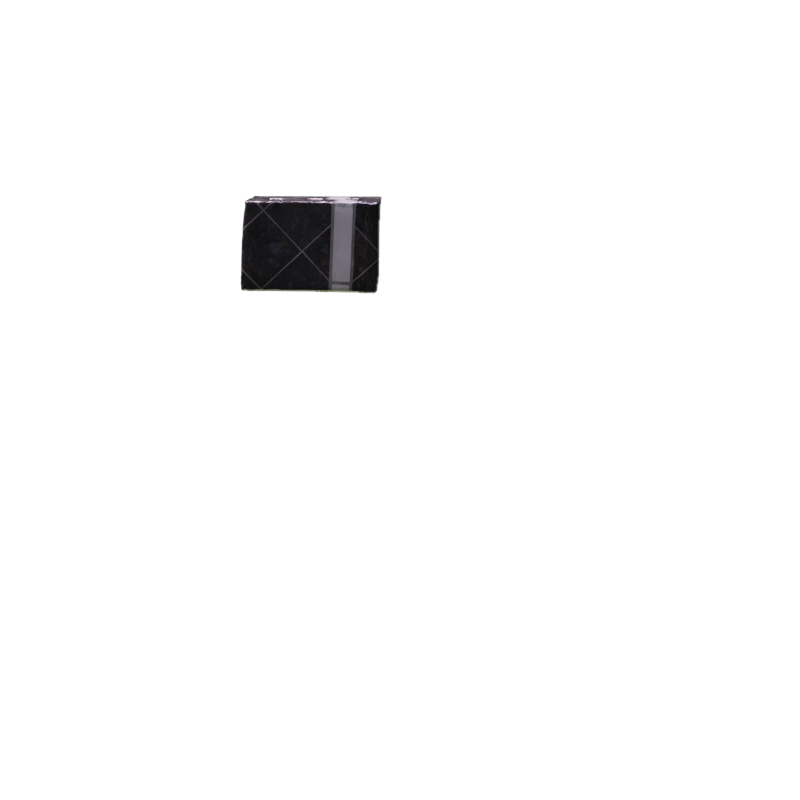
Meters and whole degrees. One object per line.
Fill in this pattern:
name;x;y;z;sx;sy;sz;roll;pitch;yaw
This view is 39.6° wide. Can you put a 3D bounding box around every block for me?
block;-0.050;-0.092;0.641;0.078;0.050;0.054;1;11;3
